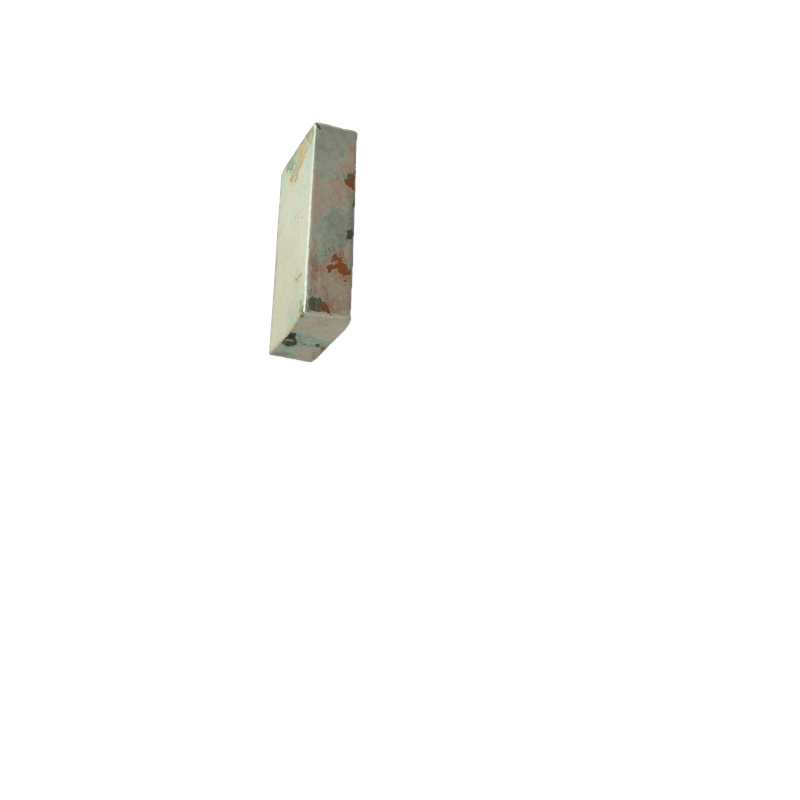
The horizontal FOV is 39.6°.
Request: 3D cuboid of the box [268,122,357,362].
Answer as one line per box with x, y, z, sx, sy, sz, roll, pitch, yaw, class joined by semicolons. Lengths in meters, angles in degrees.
-0.072;-0.131;0.917;0.046;0.187;0.091;9;-28;-22;box
